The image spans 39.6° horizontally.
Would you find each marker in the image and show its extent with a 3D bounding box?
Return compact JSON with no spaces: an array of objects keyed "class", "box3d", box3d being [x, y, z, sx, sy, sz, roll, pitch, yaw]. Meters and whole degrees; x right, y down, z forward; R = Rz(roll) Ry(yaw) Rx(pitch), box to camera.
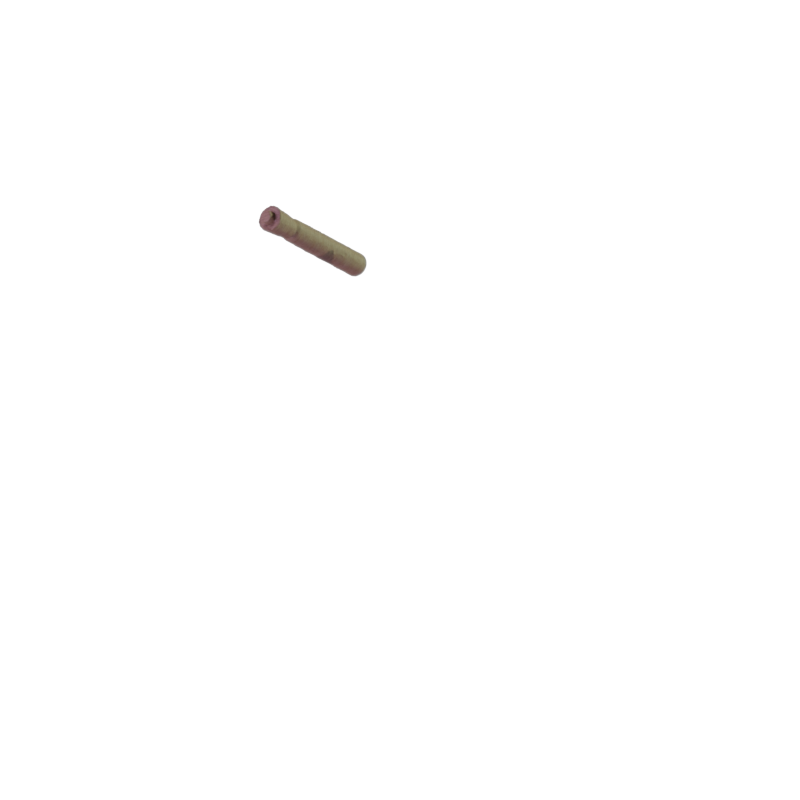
[{"class":"marker","box3d":[-0.064,-0.117,0.819,0.020,0.020,0.113,3,-10,34]}]
